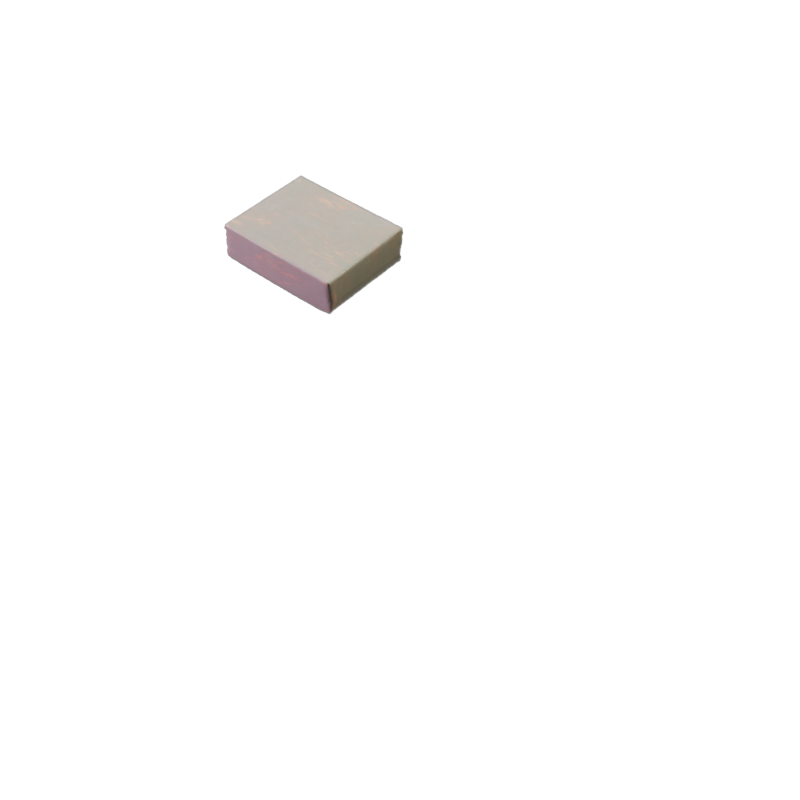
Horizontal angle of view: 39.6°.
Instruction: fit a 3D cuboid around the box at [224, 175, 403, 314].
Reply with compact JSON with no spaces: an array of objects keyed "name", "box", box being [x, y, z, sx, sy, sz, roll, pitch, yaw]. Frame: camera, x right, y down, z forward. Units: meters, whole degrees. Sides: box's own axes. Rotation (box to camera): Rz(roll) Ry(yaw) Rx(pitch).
[{"name":"box","box":[-0.069,-0.125,0.877,0.120,0.036,0.091,32,53,27]}]
